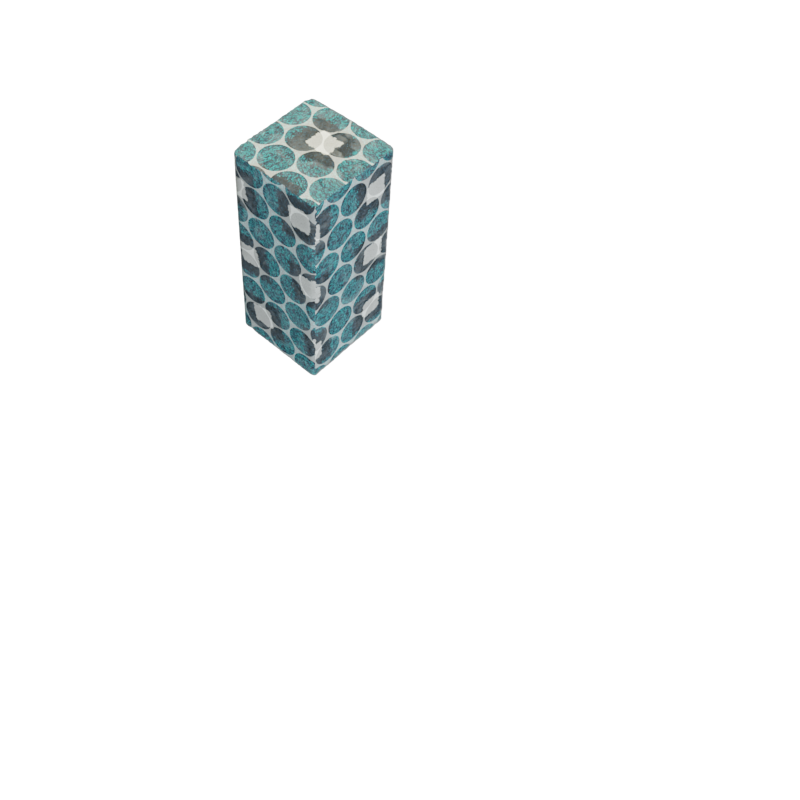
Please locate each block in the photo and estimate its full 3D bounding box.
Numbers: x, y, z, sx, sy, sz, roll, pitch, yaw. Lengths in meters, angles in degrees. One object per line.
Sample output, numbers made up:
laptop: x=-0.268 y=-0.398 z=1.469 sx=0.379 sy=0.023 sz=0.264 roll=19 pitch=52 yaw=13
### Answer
block: x=-0.072 y=-0.131 z=0.914 sx=0.095 sy=0.192 sz=0.092 roll=36 pitch=58 yaw=22
